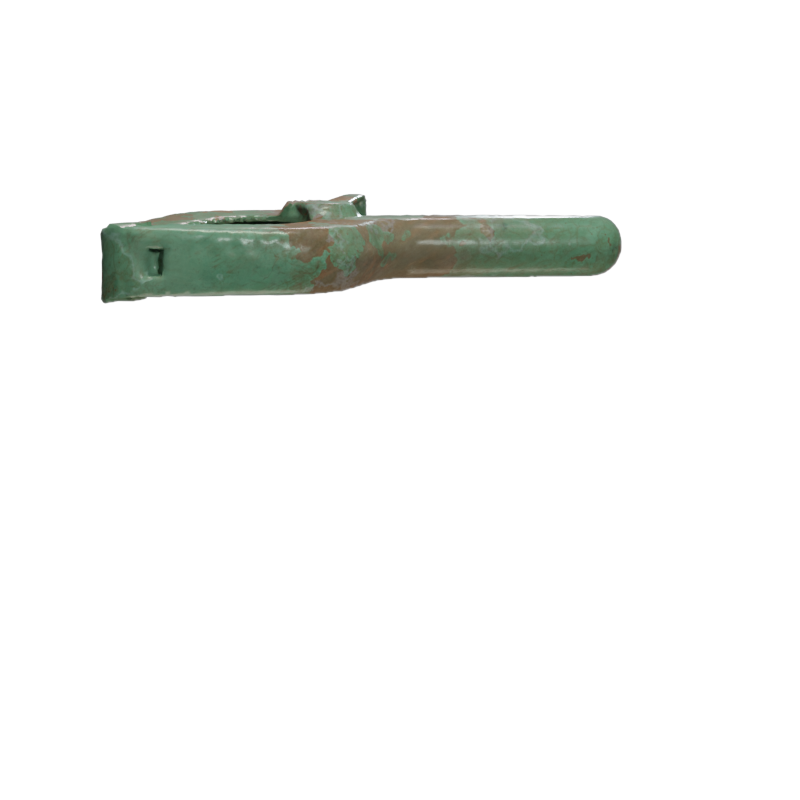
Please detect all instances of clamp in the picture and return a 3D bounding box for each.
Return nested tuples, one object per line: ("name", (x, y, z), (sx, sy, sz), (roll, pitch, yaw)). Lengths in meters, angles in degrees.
("clamp", (-0.037, -0.067, 0.467), (0.204, 0.035, 0.173), (-10, 17, -36))
